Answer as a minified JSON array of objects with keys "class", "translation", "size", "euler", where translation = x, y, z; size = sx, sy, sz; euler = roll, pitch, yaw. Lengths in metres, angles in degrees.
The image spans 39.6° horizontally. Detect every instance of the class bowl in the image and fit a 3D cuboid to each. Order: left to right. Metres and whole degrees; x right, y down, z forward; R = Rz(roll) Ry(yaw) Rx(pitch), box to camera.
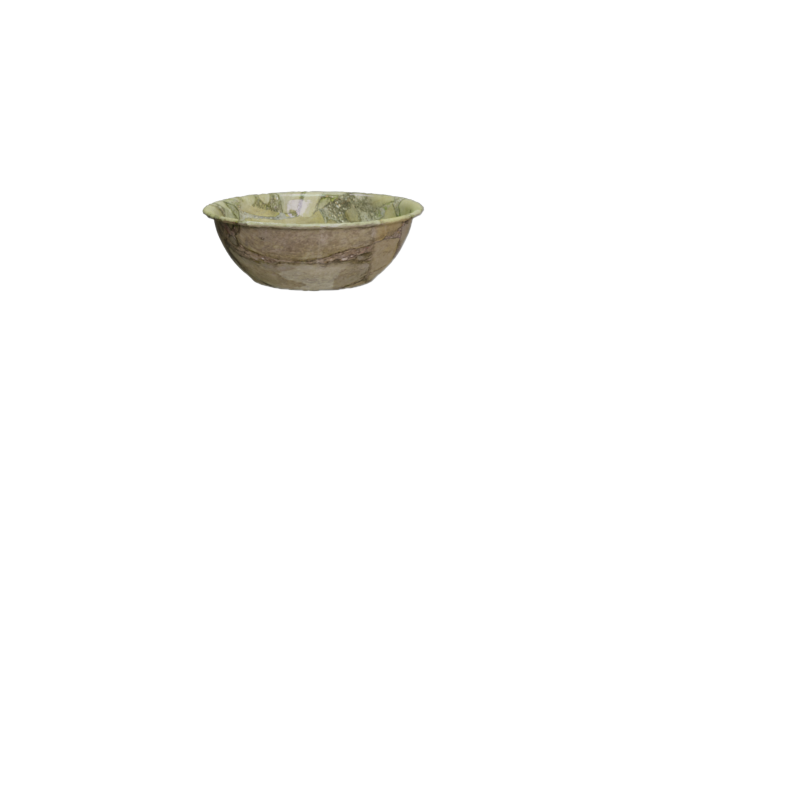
[{"class":"bowl","translation":[-0.064,-0.117,0.817],"size":[0.162,0.053,0.168],"euler":[-1,17,-2]}]
